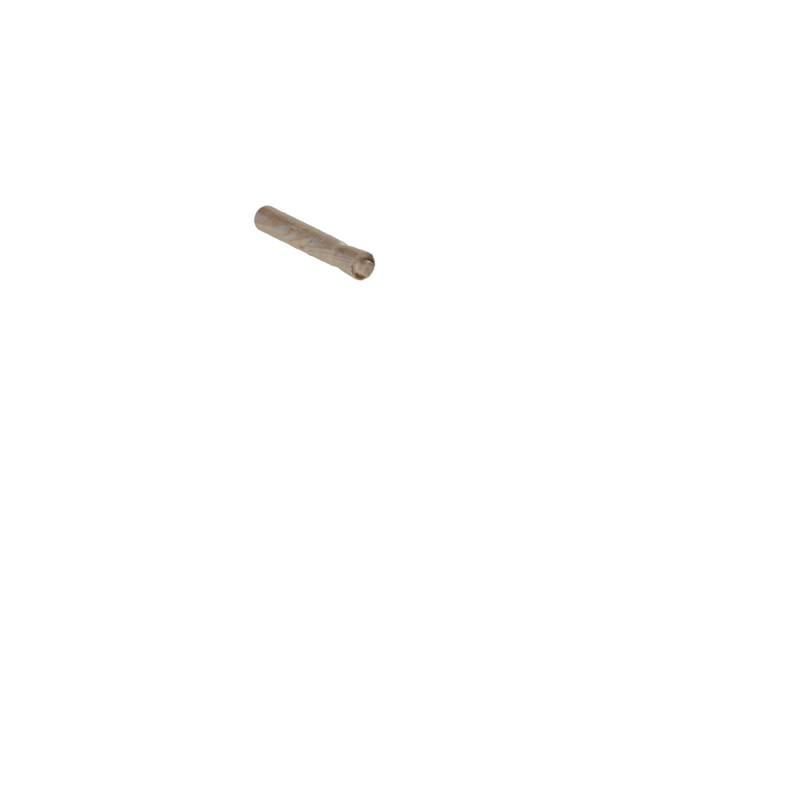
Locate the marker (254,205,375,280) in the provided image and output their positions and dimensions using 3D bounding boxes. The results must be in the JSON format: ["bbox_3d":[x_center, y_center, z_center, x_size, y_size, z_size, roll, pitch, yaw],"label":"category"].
[{"bbox_3d":[-0.057,-0.104,0.727,0.019,0.019,0.129,-3,23,-37],"label":"marker"}]
